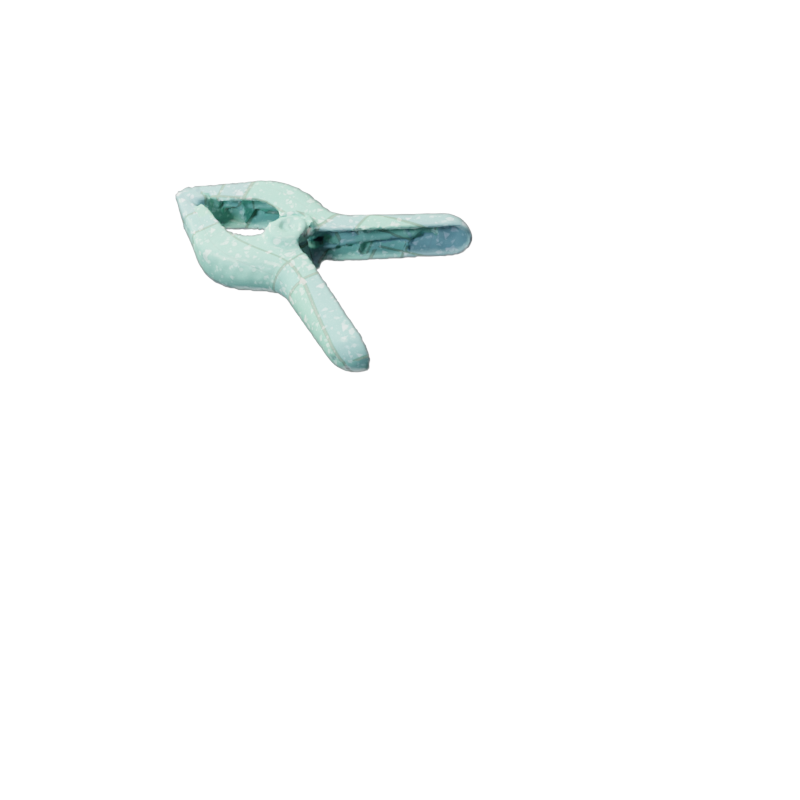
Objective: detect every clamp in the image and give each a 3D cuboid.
[{"bbox_3d":[-0.049,-0.089,0.627,0.182,0.037,0.121,32,51,30],"label":"clamp"}]
